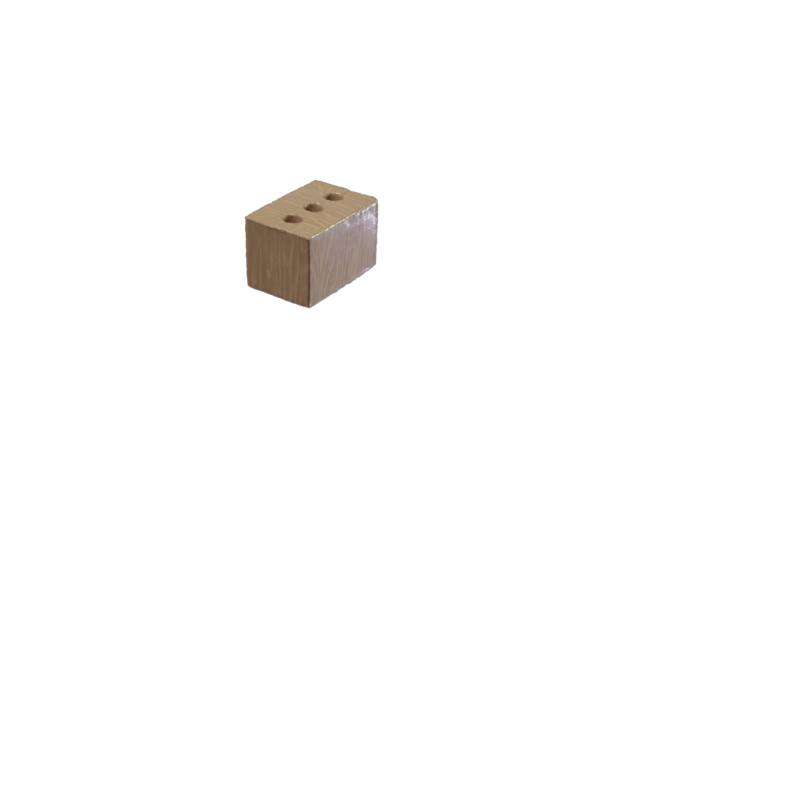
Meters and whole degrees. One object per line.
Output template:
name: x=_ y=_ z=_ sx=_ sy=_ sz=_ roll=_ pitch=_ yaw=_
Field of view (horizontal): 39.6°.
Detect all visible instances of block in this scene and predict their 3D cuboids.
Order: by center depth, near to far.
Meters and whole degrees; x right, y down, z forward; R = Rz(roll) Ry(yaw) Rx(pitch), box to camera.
block: x=-0.056 y=-0.103 z=0.720 sx=0.055 sy=0.048 sz=0.079 roll=19 pitch=36 yaw=28
